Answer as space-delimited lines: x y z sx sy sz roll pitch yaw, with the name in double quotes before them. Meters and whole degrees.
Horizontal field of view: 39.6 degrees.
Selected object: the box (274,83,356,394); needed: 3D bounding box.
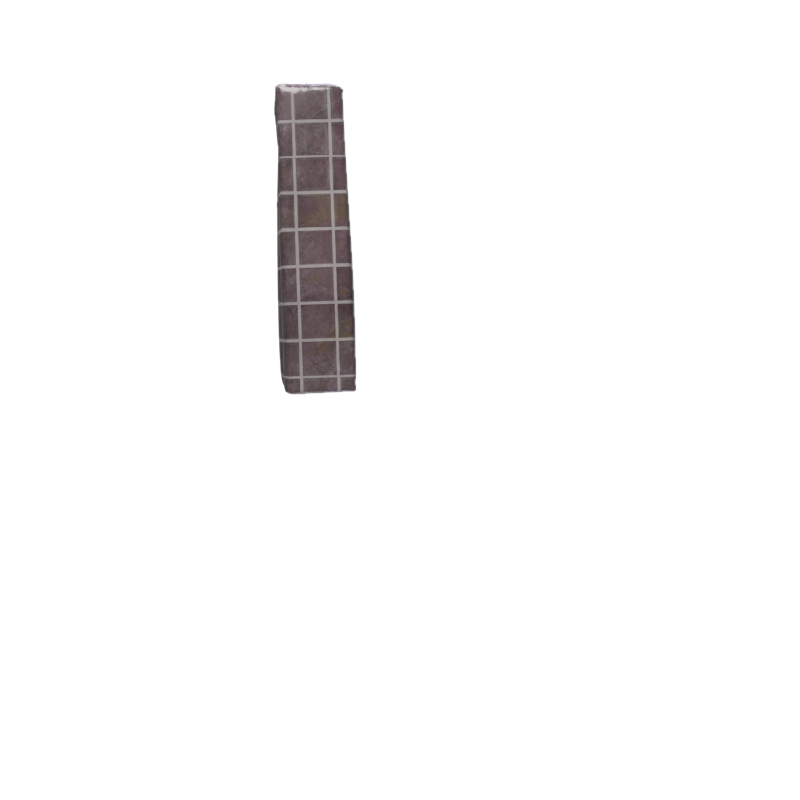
"box" -0.052 -0.095 0.667 0.048 0.177 0.093 0 -2 -6
